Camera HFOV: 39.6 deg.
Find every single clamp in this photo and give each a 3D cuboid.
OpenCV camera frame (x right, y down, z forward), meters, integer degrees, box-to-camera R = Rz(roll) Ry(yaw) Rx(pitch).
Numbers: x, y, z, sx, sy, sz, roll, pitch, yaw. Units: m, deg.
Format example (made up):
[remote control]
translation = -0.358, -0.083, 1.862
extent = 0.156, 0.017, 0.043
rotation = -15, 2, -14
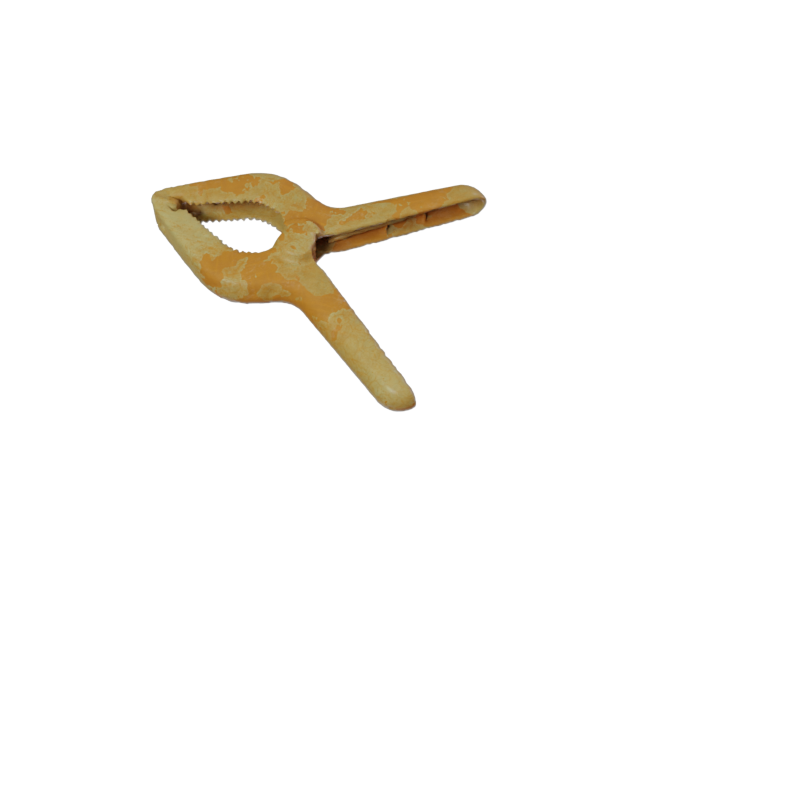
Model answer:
[clamp]
translation = -0.055, -0.101, 0.707
extent = 0.216, 0.170, 0.034
rotation = 23, -29, 14
